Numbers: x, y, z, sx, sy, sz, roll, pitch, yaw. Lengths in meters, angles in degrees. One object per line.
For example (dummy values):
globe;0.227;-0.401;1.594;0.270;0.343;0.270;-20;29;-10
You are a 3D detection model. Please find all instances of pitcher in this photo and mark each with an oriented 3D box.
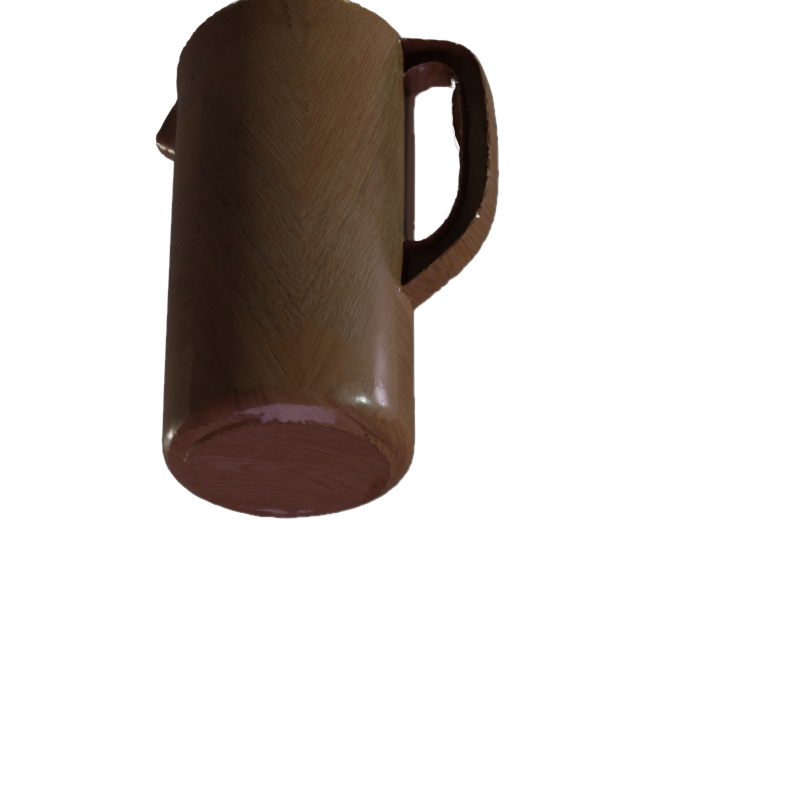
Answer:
pitcher;-0.042;-0.077;0.537;0.140;0.260;0.144;14;-38;-22
